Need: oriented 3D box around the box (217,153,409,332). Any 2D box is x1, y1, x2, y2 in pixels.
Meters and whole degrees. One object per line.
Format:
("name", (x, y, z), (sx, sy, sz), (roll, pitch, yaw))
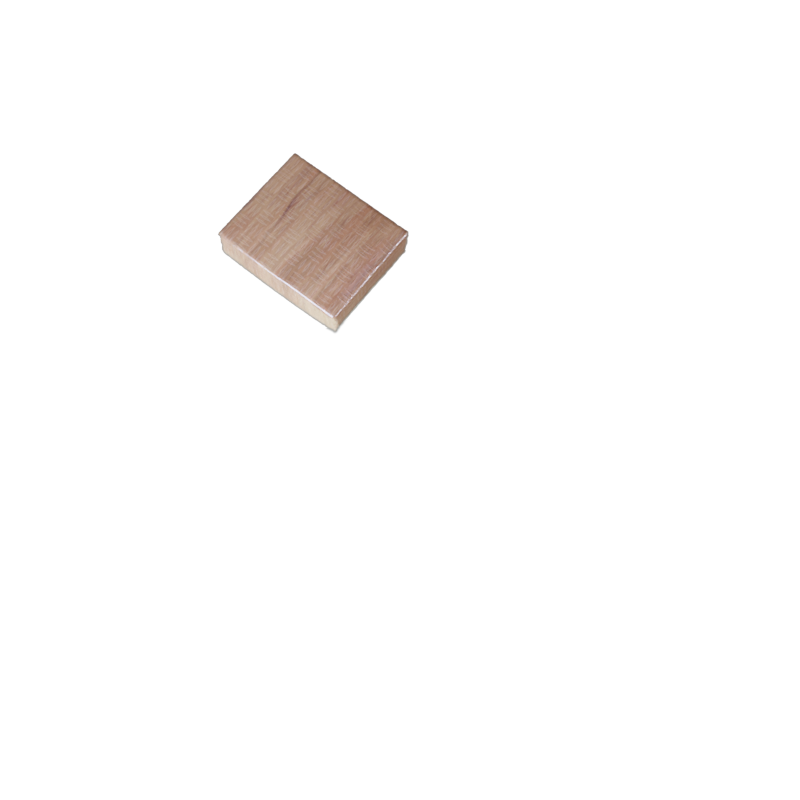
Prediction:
("box", (-0.065, -0.118, 0.828), (0.118, 0.091, 0.037), (36, -19, 14))
